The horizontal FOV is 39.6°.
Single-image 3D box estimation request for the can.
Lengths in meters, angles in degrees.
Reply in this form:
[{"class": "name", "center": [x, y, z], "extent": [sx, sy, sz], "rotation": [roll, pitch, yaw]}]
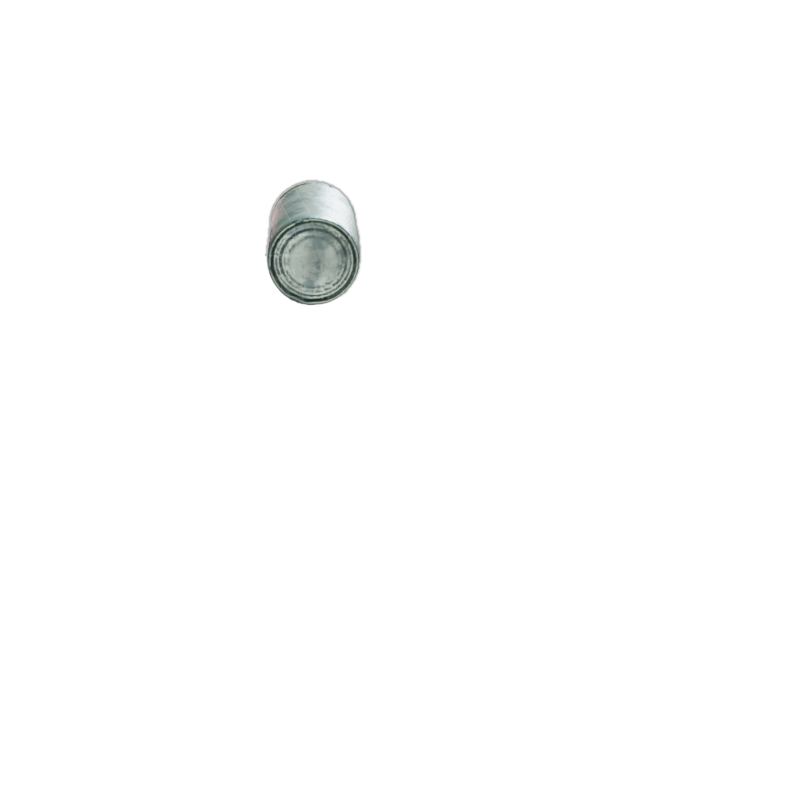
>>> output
[{"class": "can", "center": [-0.065, -0.118, 0.828], "extent": [0.068, 0.066, 0.107], "rotation": [0, 22, -3]}]
